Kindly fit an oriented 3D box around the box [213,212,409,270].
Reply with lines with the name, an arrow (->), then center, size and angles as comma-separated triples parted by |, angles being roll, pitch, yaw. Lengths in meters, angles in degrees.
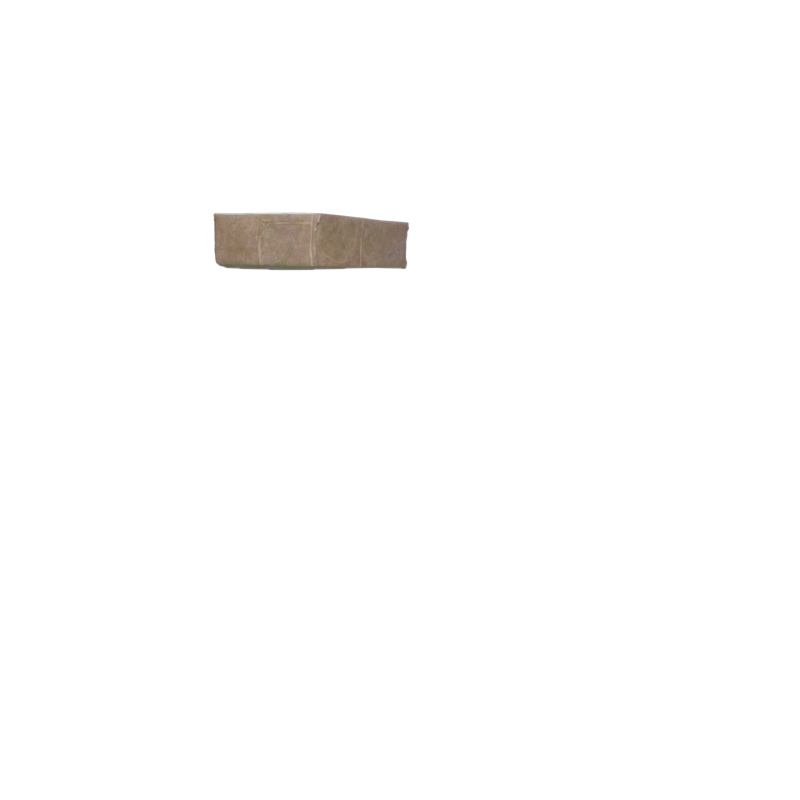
box -> -0.060, -0.109, 0.765 | 0.093, 0.039, 0.110 | 4, 8, 33
